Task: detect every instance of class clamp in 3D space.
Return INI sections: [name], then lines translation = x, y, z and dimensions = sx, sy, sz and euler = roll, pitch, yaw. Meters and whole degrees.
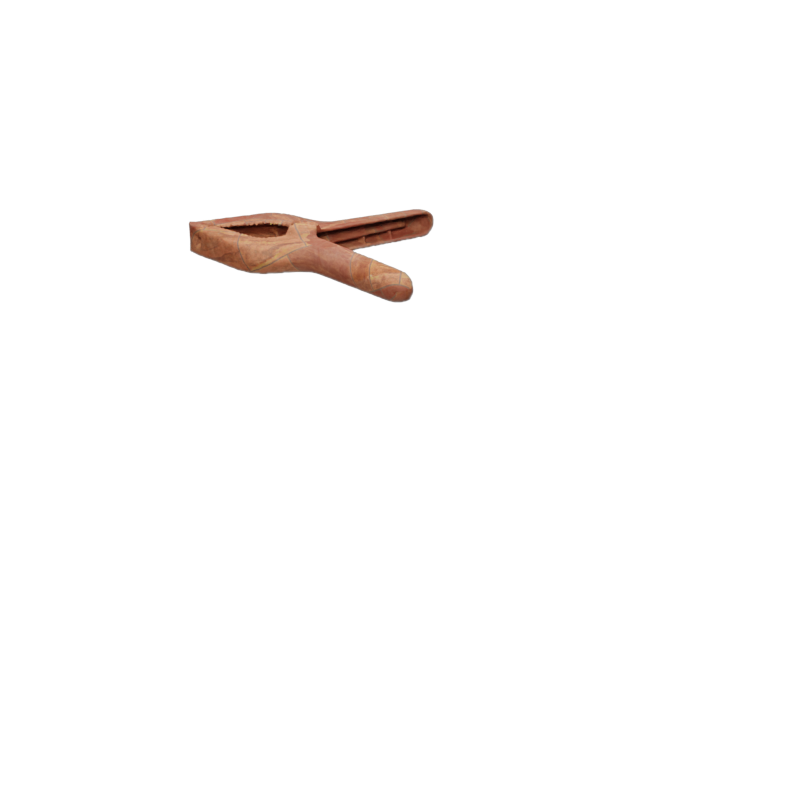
[clamp]
translation = -0.074, -0.135, 0.943
dimensions = 0.215, 0.034, 0.169
euler = 8, 28, 15
